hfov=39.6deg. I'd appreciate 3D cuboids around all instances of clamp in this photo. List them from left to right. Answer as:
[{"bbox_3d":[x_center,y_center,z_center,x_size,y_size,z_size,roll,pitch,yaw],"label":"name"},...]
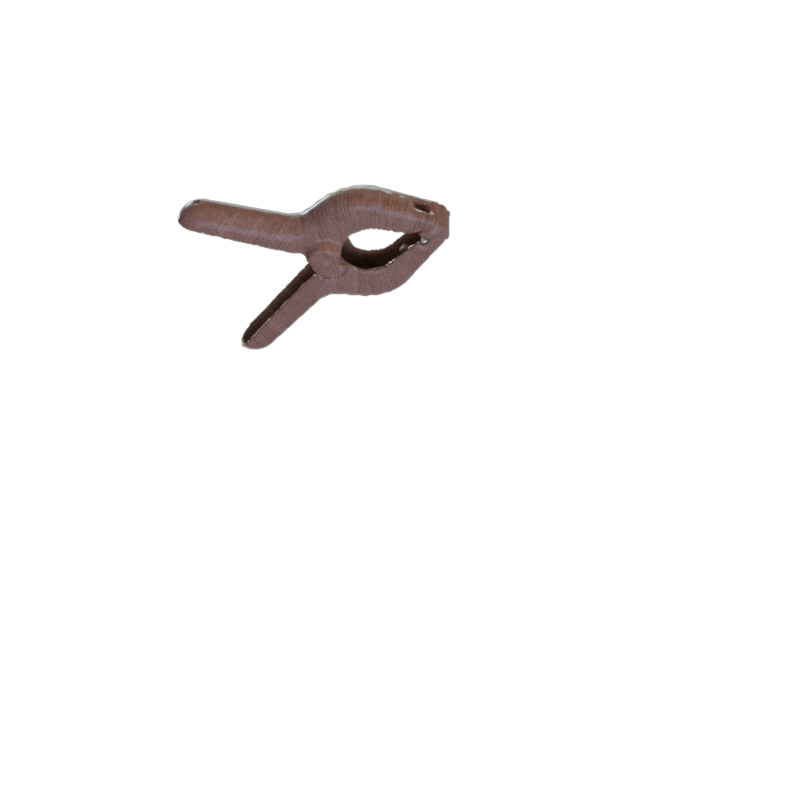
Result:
[{"bbox_3d":[-0.056,-0.102,0.717,0.172,0.042,0.111,-21,-51,18],"label":"clamp"}]
